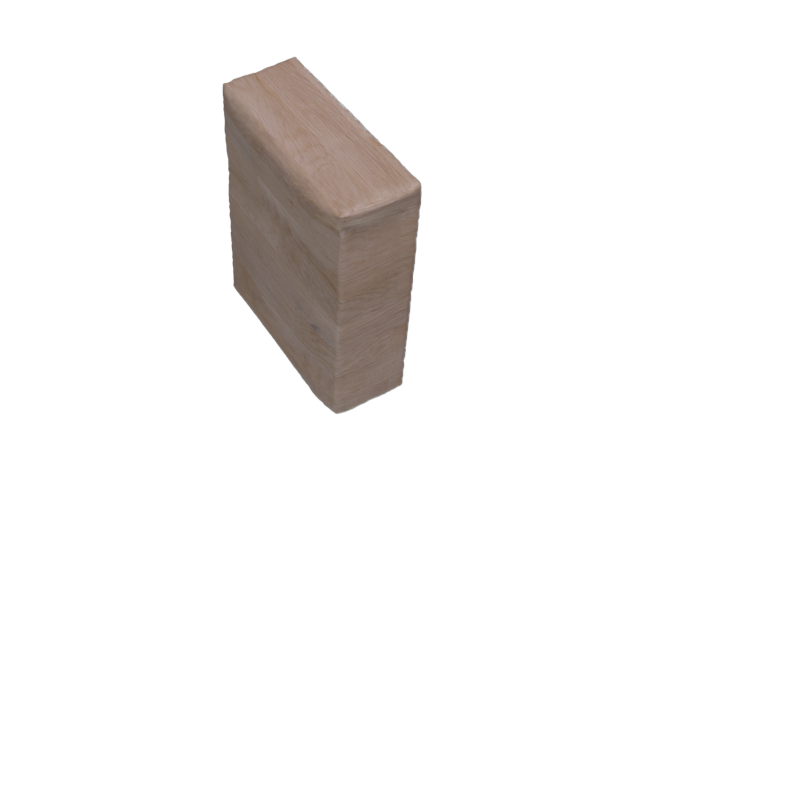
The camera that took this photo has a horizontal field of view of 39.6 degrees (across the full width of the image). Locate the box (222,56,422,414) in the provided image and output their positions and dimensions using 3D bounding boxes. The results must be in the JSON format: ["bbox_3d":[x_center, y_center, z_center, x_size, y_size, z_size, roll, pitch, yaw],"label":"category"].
[{"bbox_3d":[-0.064,-0.117,0.820,0.071,0.177,0.199,-24,-35,-22],"label":"box"}]
